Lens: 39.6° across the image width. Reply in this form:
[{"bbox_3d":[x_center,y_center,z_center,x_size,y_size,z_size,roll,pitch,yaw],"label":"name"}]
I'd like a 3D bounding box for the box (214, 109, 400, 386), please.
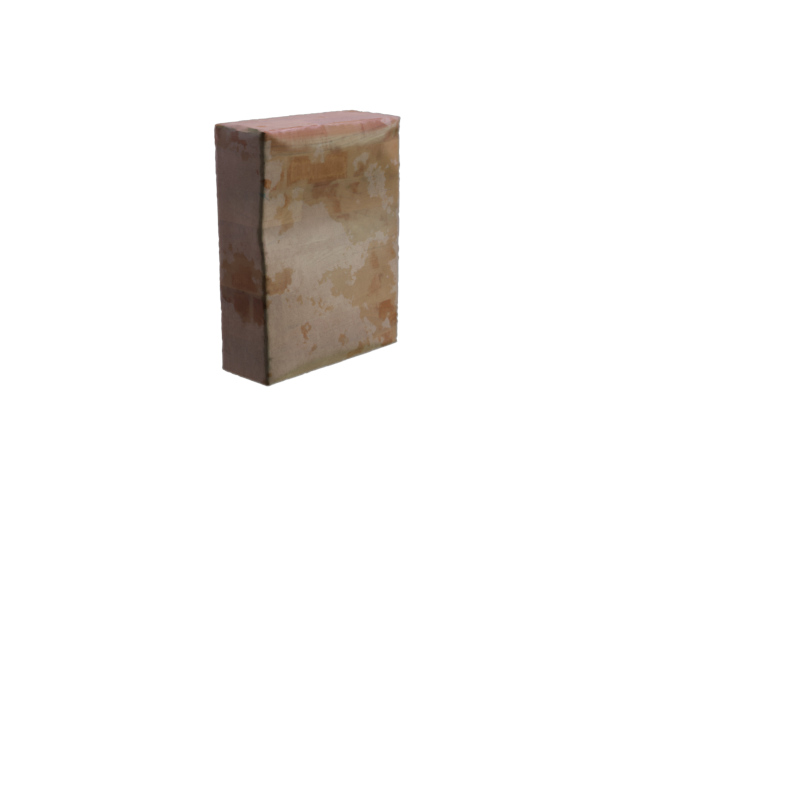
[{"bbox_3d":[-0.075,-0.137,0.960,0.076,0.207,0.161,14,21,42],"label":"box"}]
